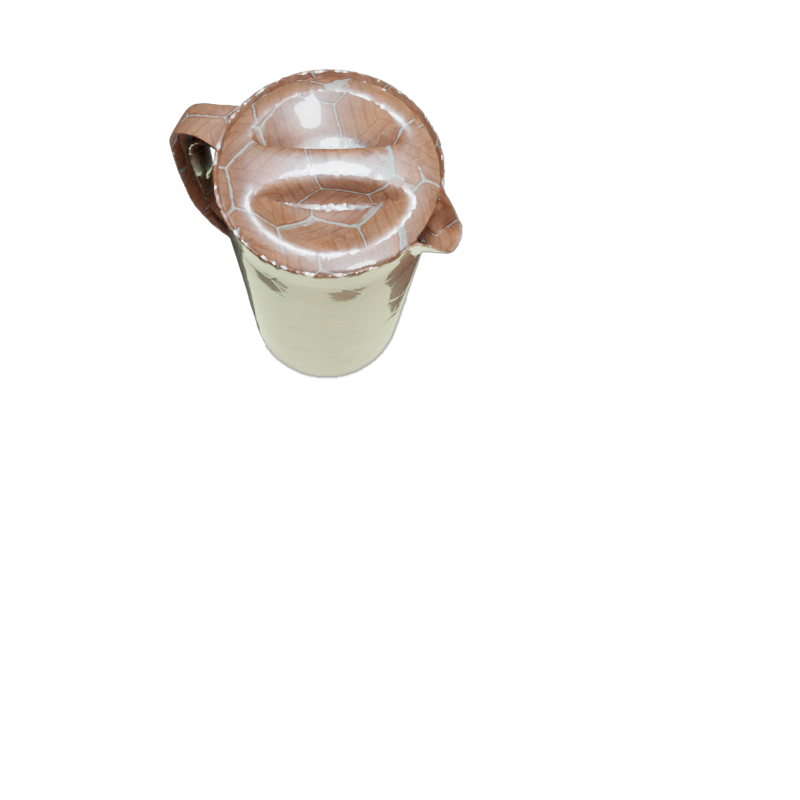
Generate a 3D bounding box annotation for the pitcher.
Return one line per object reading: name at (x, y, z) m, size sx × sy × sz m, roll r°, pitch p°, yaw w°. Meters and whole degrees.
pitcher at (-0.058, -0.105, 0.735) m, size 0.144 × 0.157 × 0.232 m, roll -18°, pitch -17°, yaw -9°
